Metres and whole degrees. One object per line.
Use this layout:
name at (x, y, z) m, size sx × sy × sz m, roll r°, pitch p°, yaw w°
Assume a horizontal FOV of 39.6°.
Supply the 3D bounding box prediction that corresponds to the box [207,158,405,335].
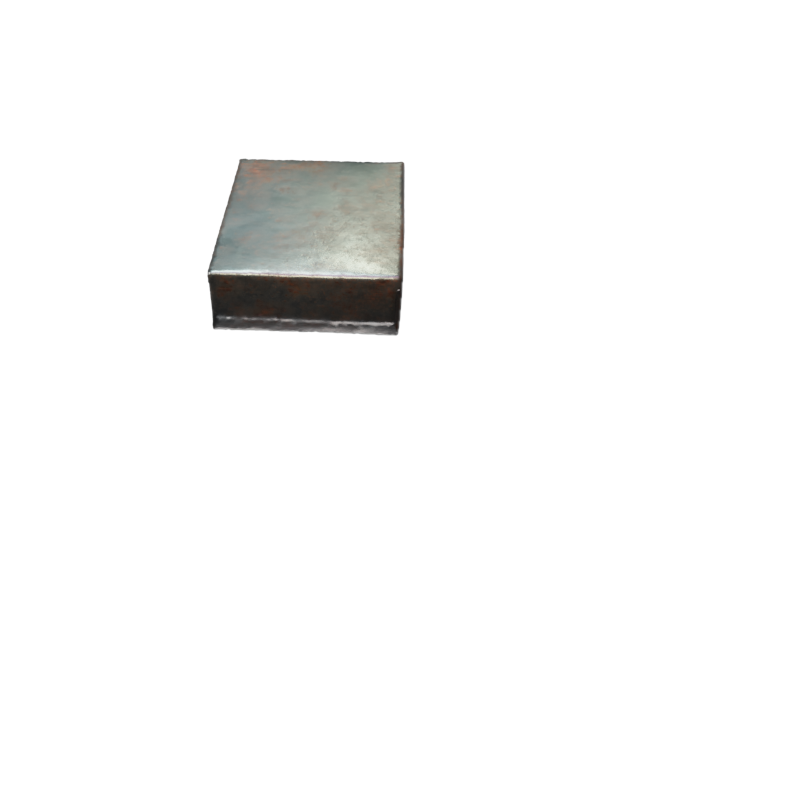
box at (-0.043, -0.079, 0.555) m, size 0.090 × 0.036 × 0.121 m, roll 1°, pitch 36°, yaw 1°
